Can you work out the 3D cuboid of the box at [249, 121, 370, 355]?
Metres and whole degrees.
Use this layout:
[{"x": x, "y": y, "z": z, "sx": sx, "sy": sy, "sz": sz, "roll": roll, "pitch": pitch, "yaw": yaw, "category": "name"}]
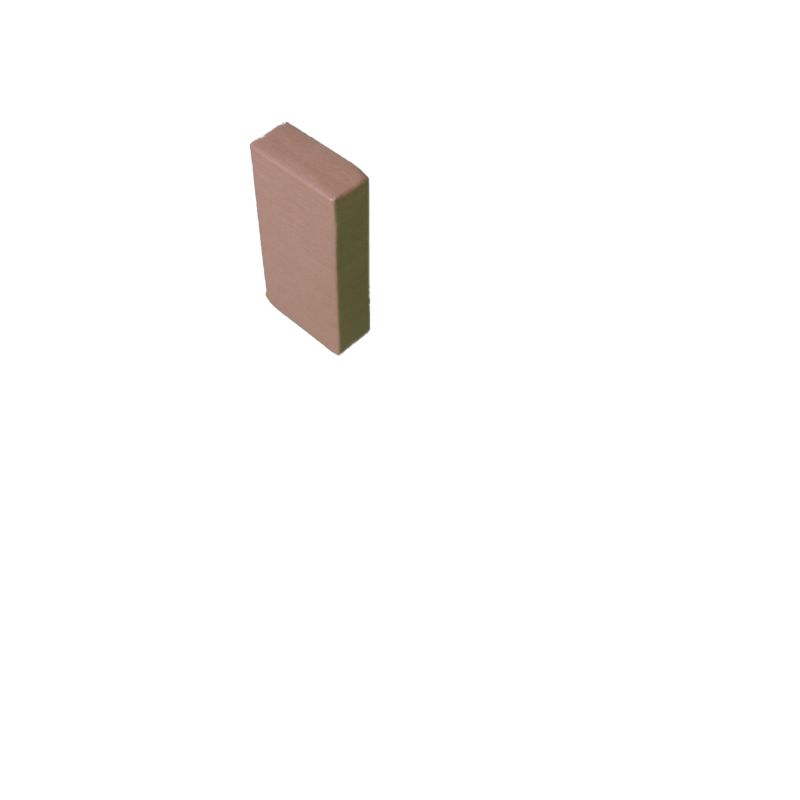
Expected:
[{"x": -0.068, "y": -0.125, "z": 0.874, "sx": 0.048, "sy": 0.164, "sz": 0.099, "roll": -35, "pitch": 59, "yaw": -29, "category": "box"}]
